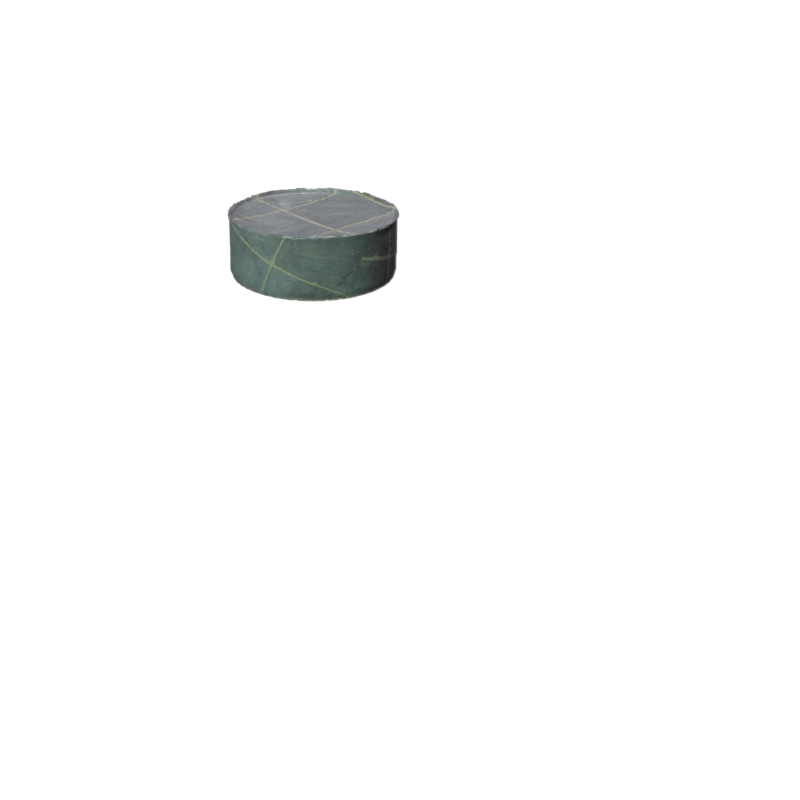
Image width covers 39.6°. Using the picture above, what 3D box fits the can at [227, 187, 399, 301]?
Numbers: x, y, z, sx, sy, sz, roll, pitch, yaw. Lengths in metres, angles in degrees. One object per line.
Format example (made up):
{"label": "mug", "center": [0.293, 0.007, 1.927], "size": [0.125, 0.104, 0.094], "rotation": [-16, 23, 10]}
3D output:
{"label": "can", "center": [-0.044, -0.080, 0.560], "size": [0.086, 0.032, 0.090], "rotation": [-1, 25, -2]}
